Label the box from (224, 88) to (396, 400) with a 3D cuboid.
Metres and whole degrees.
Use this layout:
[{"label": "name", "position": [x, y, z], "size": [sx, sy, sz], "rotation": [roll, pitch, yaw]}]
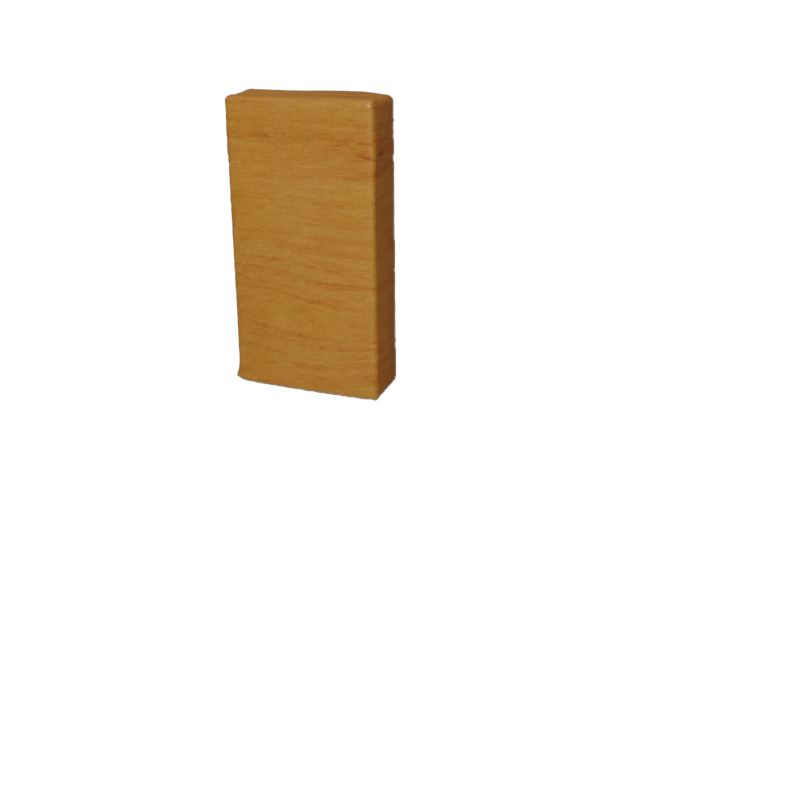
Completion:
[{"label": "box", "position": [-0.051, -0.094, 0.655], "size": [0.096, 0.170, 0.048], "rotation": [7, 16, 21]}]
